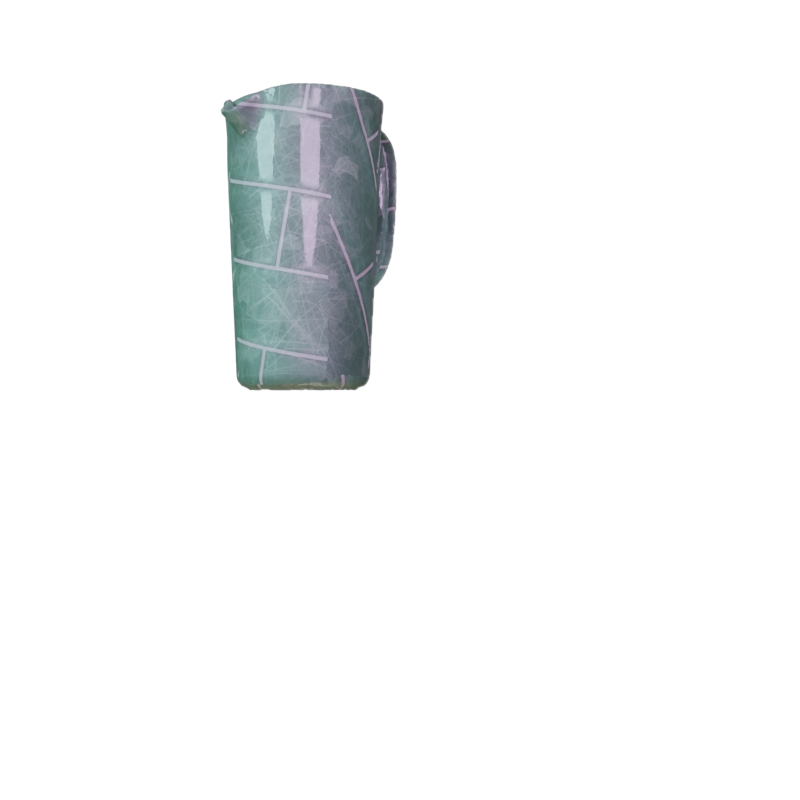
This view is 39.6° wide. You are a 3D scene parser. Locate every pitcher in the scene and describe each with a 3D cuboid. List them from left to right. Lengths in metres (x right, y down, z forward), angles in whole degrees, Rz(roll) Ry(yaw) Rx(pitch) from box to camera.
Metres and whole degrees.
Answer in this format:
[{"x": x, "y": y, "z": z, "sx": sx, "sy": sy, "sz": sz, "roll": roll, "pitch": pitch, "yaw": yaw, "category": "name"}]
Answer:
[{"x": -0.072, "y": -0.131, "z": 0.916, "sx": 0.149, "sy": 0.247, "sz": 0.143, "roll": 0, "pitch": -5, "yaw": -3, "category": "pitcher"}]
